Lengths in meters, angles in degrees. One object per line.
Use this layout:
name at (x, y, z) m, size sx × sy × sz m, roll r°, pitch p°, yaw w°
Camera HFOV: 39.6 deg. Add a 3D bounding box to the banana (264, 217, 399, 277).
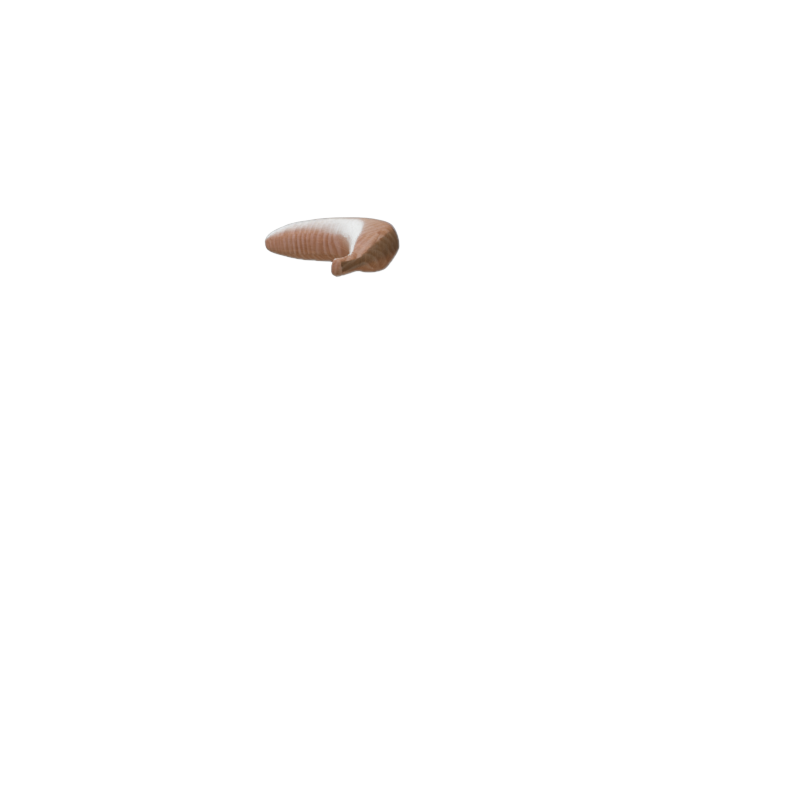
banana at (-0.047, -0.119, 0.834) m, size 0.068 × 0.036 × 0.205 m, roll -3°, pitch 11°, yaw -19°
